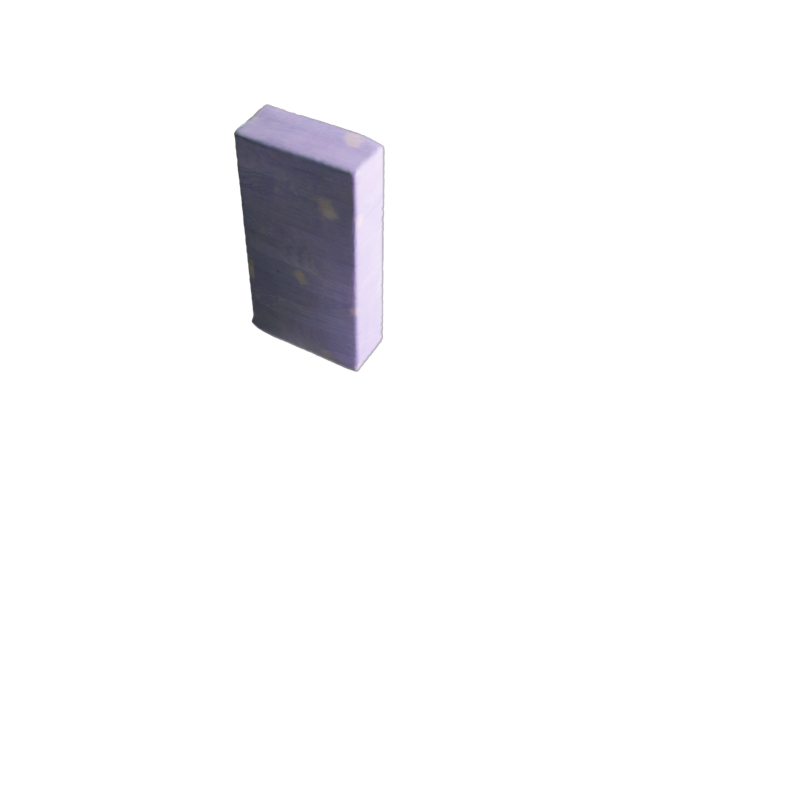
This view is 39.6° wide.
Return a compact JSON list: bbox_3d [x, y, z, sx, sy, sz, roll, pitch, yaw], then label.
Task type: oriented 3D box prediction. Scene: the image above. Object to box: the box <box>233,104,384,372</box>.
[{"bbox_3d":[-0.059,-0.107,0.752,0.098,0.164,0.049,24,46,21],"label":"box"}]
